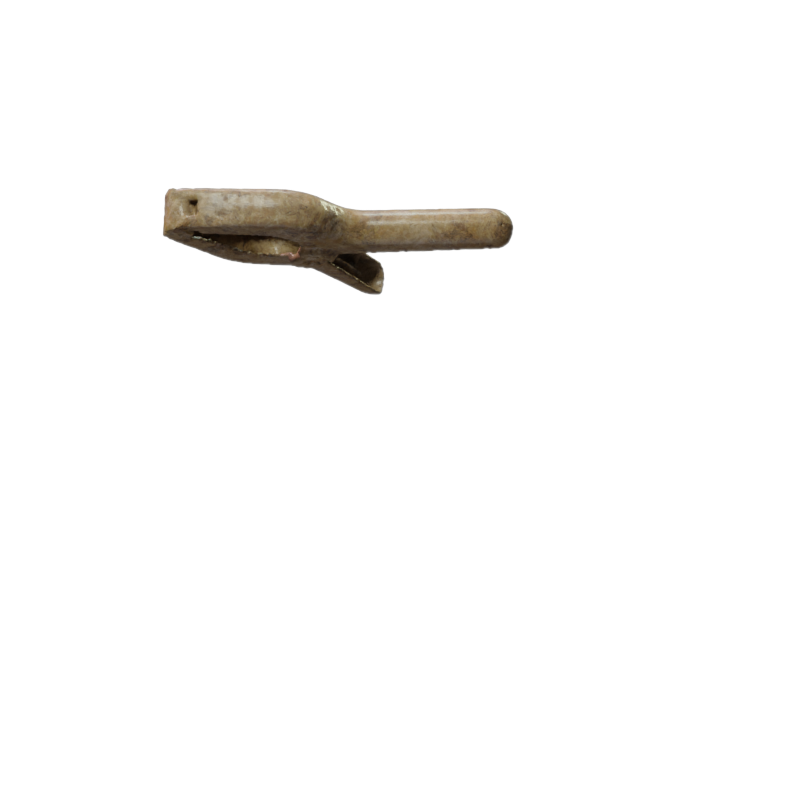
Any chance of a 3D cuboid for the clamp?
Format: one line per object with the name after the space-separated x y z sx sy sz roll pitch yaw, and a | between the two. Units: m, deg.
-0.057 -0.103 0.724 0.203 0.038 0.164 4 -11 -23 | clamp
